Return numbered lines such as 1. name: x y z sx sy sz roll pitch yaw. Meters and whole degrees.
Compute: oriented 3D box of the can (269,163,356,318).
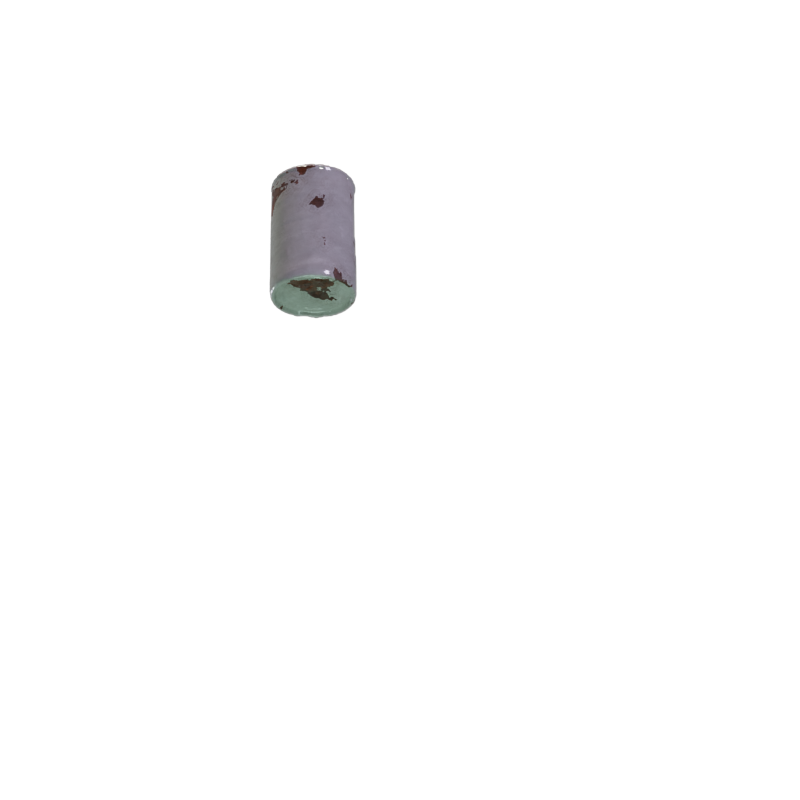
1. can: -0.068 -0.124 0.866 0.068 0.109 0.064 0 -30 -2
